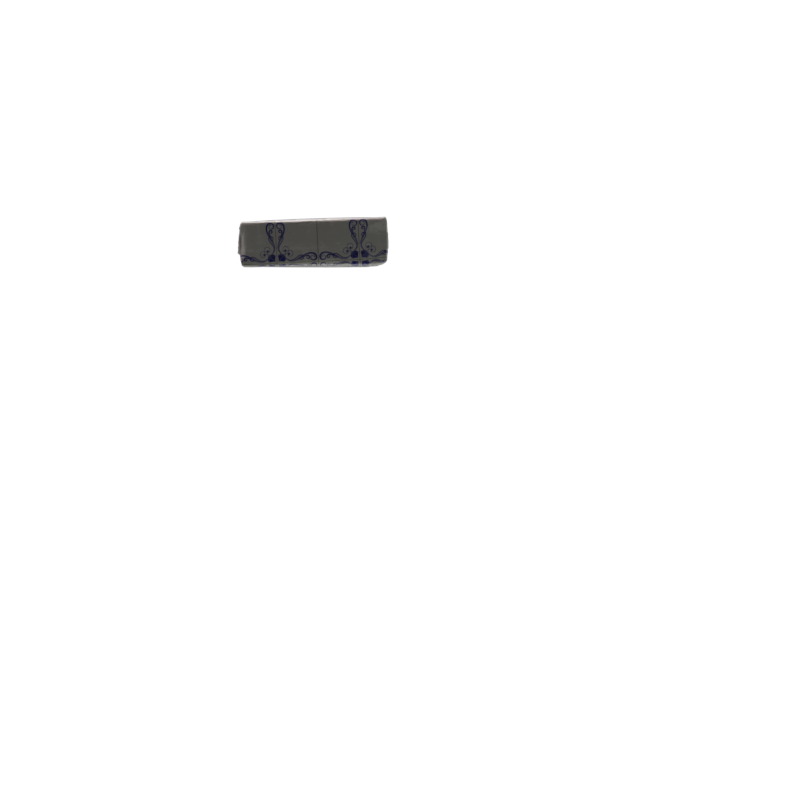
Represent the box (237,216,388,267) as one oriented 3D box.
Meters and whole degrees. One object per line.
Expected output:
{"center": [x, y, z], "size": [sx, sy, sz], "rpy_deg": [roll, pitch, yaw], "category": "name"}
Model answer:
{"center": [-0.068, -0.124, 0.870], "size": [0.113, 0.038, 0.091], "rpy_deg": [0, 8, -2], "category": "box"}
